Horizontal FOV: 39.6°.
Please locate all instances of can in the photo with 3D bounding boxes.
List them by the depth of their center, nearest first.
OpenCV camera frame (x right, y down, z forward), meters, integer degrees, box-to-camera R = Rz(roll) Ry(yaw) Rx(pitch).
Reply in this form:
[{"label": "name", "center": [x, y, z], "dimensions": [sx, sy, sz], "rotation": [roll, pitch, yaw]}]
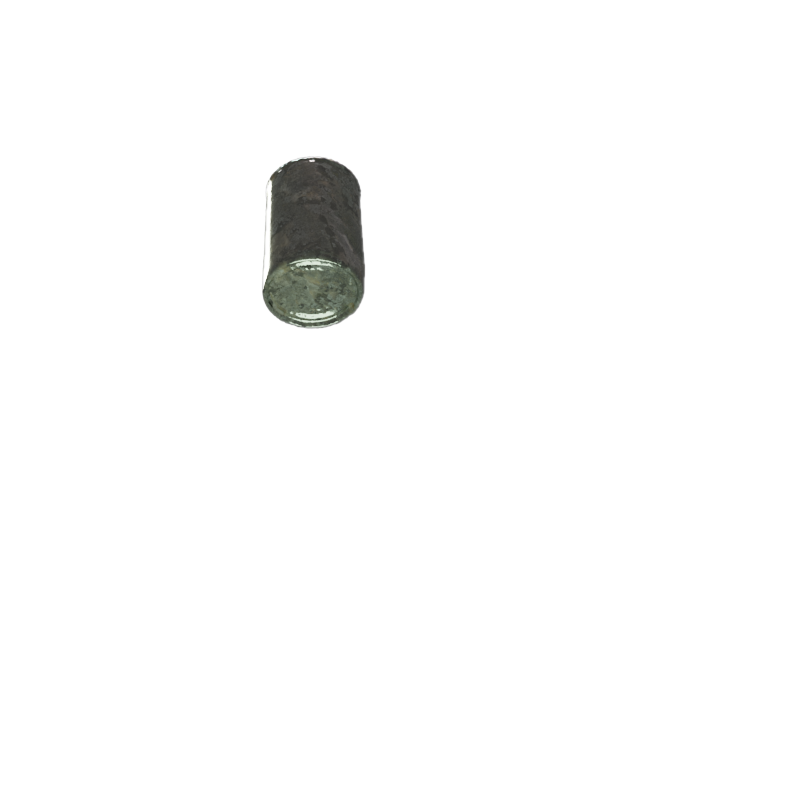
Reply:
[{"label": "can", "center": [-0.059, -0.107, 0.752], "dimensions": [0.068, 0.110, 0.064], "rotation": [-1, -43, -3]}]
